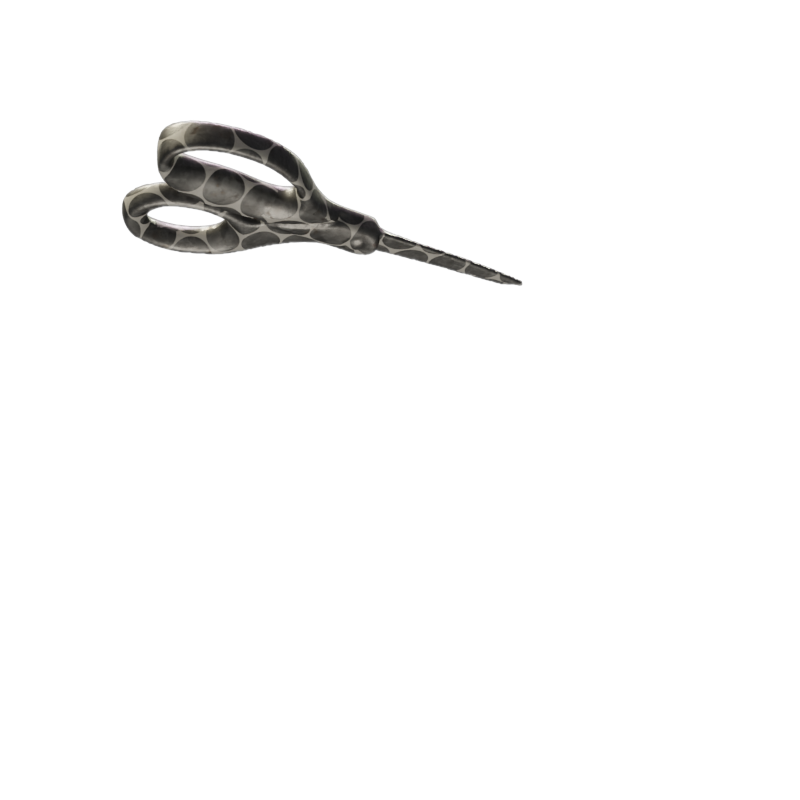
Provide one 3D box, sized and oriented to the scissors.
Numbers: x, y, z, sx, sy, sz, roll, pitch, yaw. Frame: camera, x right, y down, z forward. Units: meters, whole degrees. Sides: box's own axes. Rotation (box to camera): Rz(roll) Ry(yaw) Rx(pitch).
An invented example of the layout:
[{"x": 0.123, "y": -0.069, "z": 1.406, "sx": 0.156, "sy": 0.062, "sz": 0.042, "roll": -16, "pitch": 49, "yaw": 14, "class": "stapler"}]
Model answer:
[{"x": -0.039, "y": -0.072, "z": 0.504, "sx": 0.097, "sy": 0.017, "sz": 0.189, "roll": -18, "pitch": -28, "yaw": 37, "class": "scissors"}]
